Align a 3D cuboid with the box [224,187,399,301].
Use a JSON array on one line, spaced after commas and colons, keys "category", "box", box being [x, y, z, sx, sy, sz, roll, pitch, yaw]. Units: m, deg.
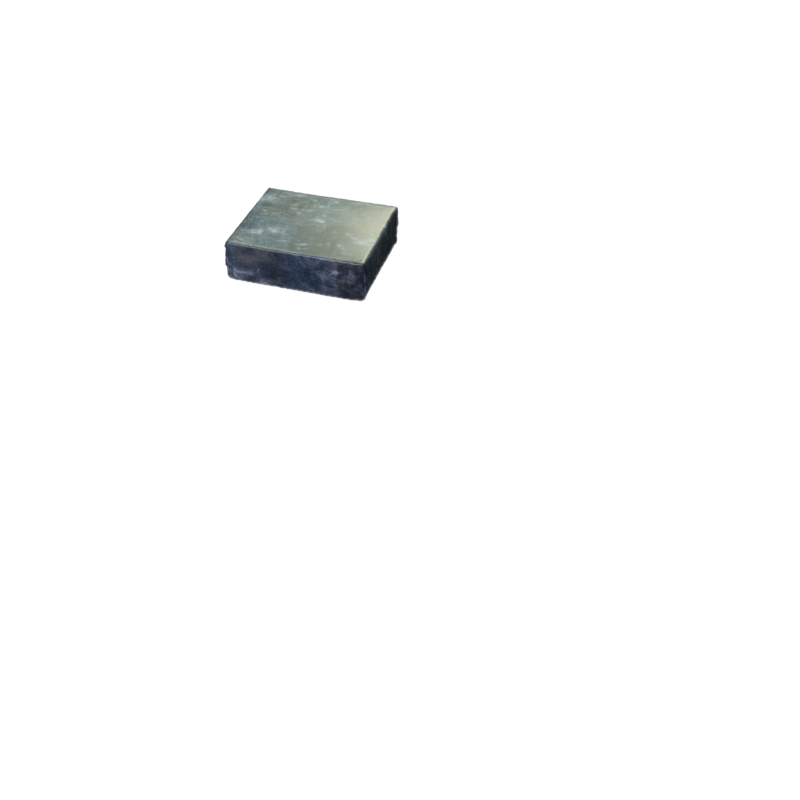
[{"category": "box", "box": [-0.067, -0.122, 0.855, 0.116, 0.036, 0.094, 12, 39, 14]}]
